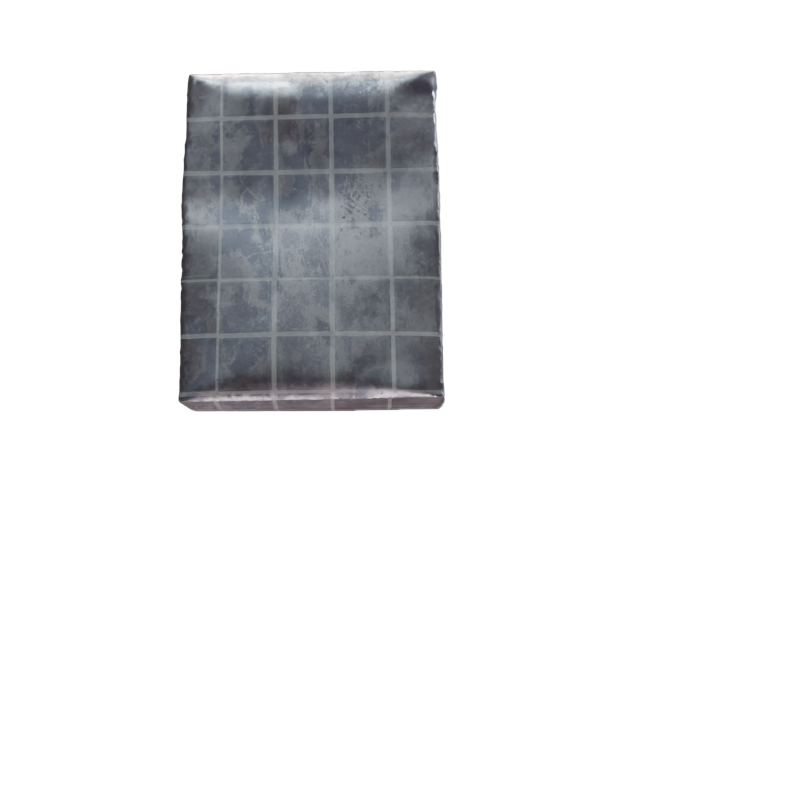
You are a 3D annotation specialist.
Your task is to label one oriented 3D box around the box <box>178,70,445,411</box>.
[{"bbox_3d":[-0.056,-0.102,0.713,0.164,0.220,0.070,-1,-12,1],"label":"box"}]
